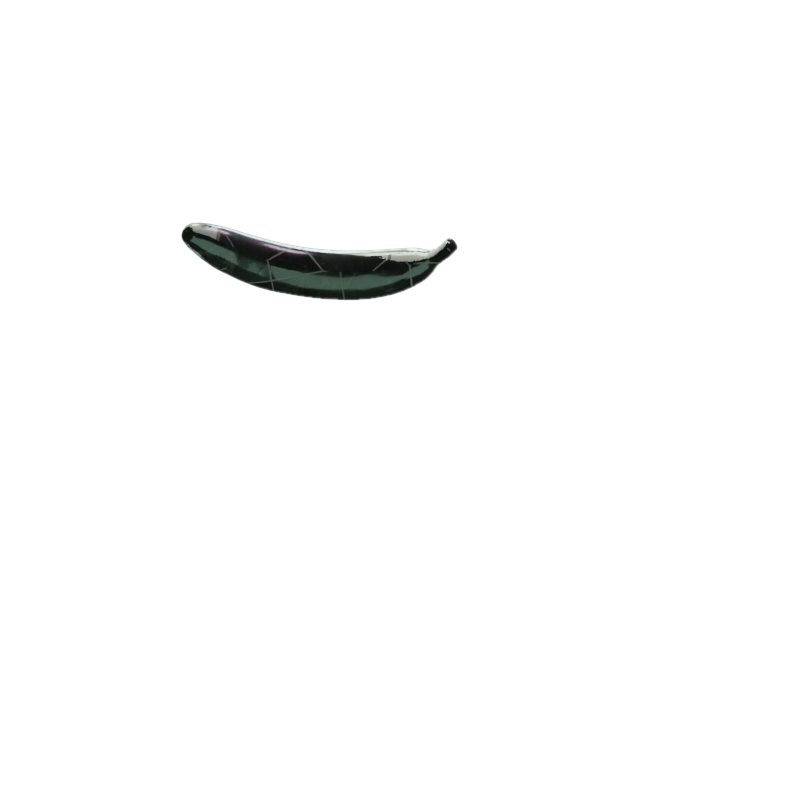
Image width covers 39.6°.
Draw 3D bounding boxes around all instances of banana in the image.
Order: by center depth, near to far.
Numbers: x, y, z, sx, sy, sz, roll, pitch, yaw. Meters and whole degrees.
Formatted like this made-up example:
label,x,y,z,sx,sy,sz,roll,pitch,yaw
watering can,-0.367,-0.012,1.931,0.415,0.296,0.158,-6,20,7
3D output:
label,x,y,z,sx,sy,sz,roll,pitch,yaw
banana,-0.061,-0.104,0.820,0.197,0.039,0.065,2,-43,-2
